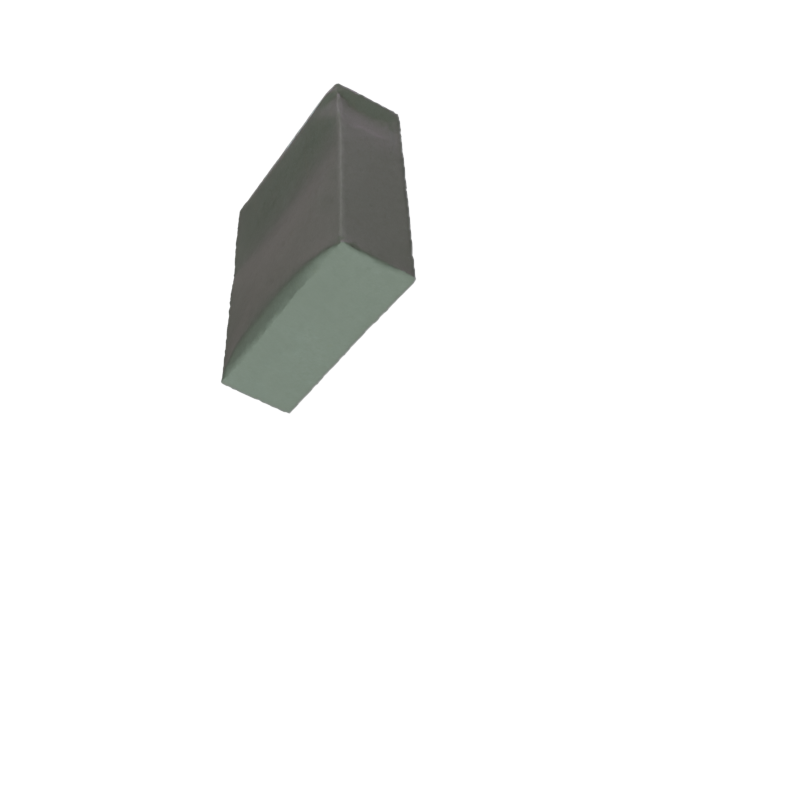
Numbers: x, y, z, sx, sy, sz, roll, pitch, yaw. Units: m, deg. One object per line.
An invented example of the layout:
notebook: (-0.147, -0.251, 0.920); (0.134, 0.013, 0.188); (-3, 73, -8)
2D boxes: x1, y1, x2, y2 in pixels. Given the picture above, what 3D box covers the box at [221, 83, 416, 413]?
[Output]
box: (-0.068, -0.124, 0.869); (0.068, 0.230, 0.160); (26, -53, -26)
